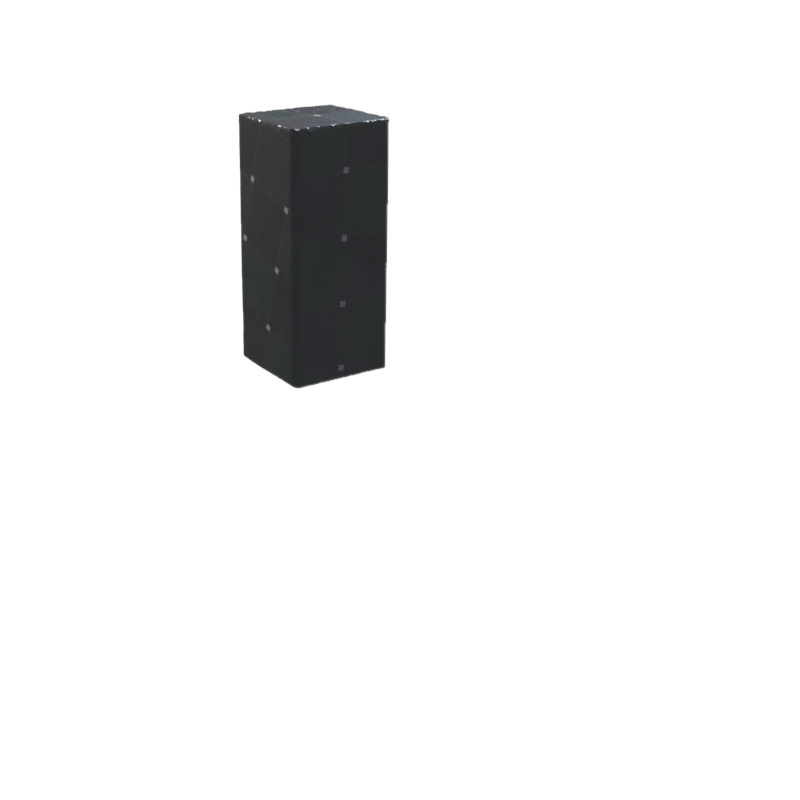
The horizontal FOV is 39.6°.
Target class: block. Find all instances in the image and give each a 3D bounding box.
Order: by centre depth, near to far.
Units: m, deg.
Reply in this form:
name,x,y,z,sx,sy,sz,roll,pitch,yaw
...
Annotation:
name,x,y,z,sx,sy,sz,roll,pitch,yaw
block,-0.070,-0.128,0.894,0.088,0.198,0.096,-10,21,-33
